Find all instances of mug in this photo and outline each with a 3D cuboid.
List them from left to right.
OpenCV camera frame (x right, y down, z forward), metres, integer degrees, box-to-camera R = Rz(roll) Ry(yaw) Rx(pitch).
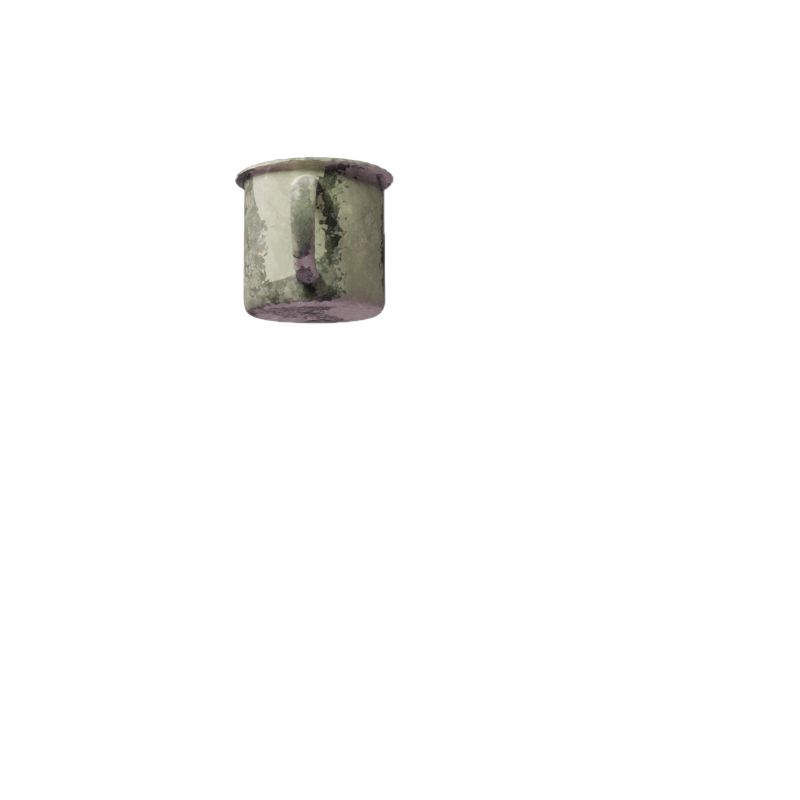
[{"bbox_3d":[-0.049,-0.090,0.632,0.093,0.084,0.114,0,-7,0],"label":"mug"}]
